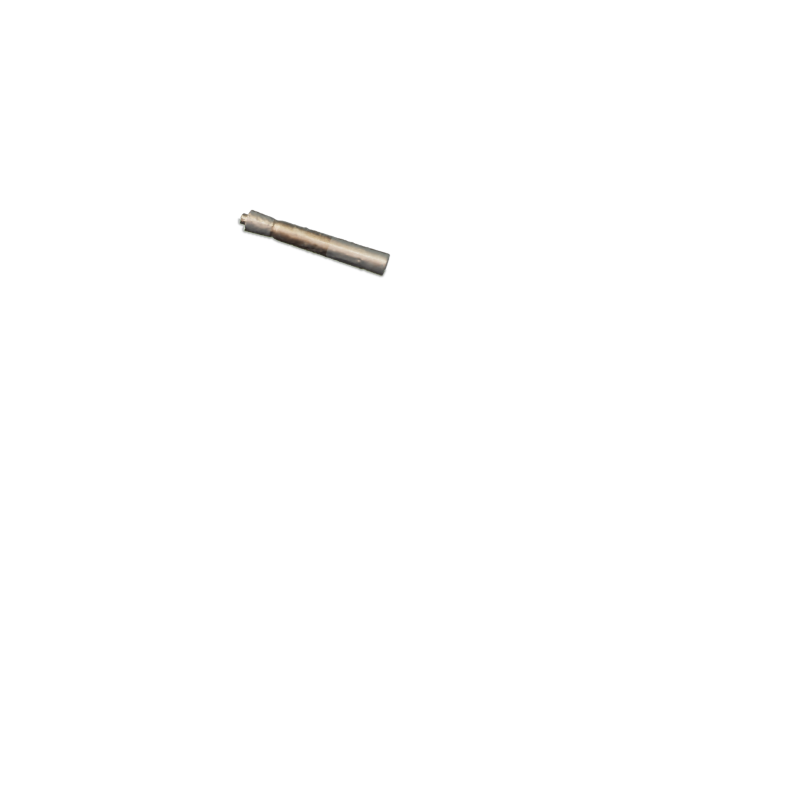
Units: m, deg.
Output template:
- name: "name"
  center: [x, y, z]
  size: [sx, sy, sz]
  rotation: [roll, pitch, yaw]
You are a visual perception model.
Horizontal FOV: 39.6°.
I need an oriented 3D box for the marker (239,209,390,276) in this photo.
- name: "marker"
  center: [-0.068, -0.124, 0.869]
  size: [0.122, 0.020, 0.020]
  rotation: [19, 5, 6]
